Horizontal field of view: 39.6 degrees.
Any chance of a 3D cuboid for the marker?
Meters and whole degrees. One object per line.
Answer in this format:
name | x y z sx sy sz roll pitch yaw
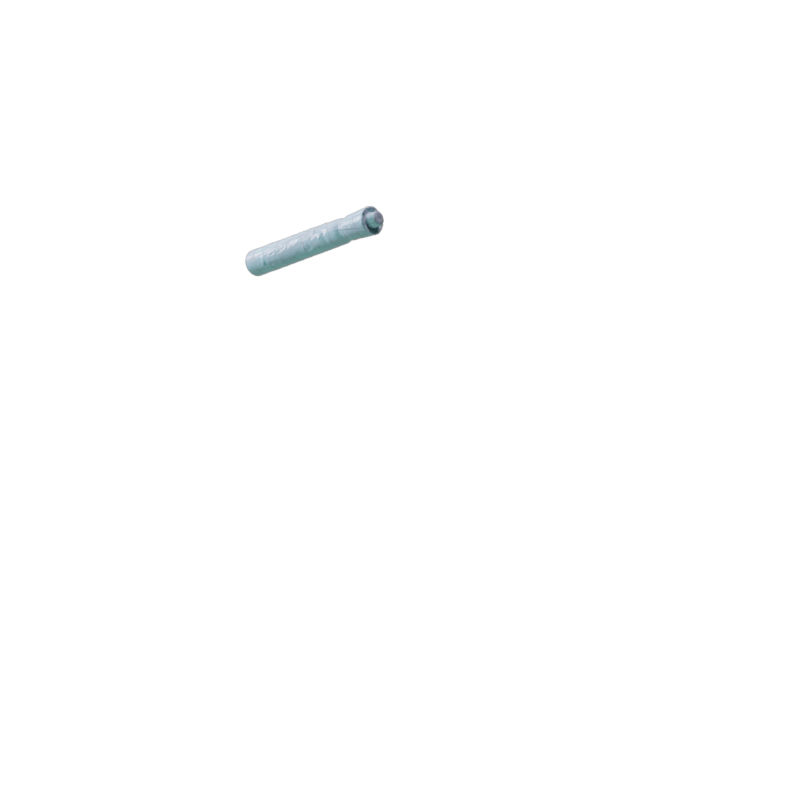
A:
marker | -0.057 -0.103 0.723 0.123 0.020 0.019 -12 -5 44
